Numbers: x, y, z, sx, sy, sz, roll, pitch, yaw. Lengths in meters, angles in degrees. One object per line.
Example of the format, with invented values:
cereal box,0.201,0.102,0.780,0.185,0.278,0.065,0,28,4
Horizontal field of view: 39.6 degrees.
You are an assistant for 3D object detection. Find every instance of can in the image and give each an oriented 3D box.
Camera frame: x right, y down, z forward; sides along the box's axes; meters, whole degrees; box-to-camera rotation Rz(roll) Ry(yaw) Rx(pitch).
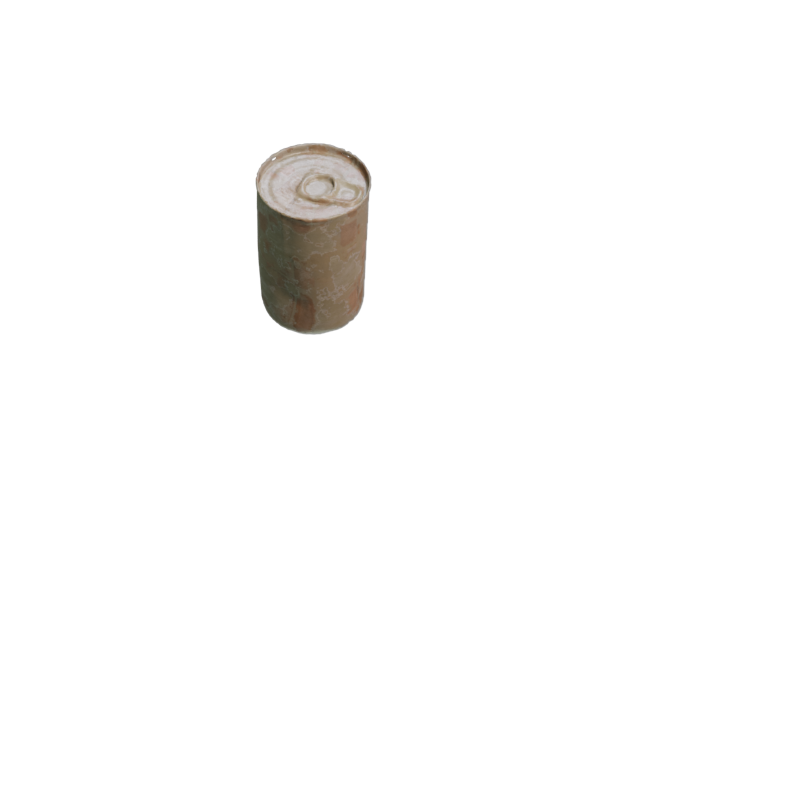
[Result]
can,-0.053,-0.098,0.683,0.068,0.074,0.095,0,-42,-3
